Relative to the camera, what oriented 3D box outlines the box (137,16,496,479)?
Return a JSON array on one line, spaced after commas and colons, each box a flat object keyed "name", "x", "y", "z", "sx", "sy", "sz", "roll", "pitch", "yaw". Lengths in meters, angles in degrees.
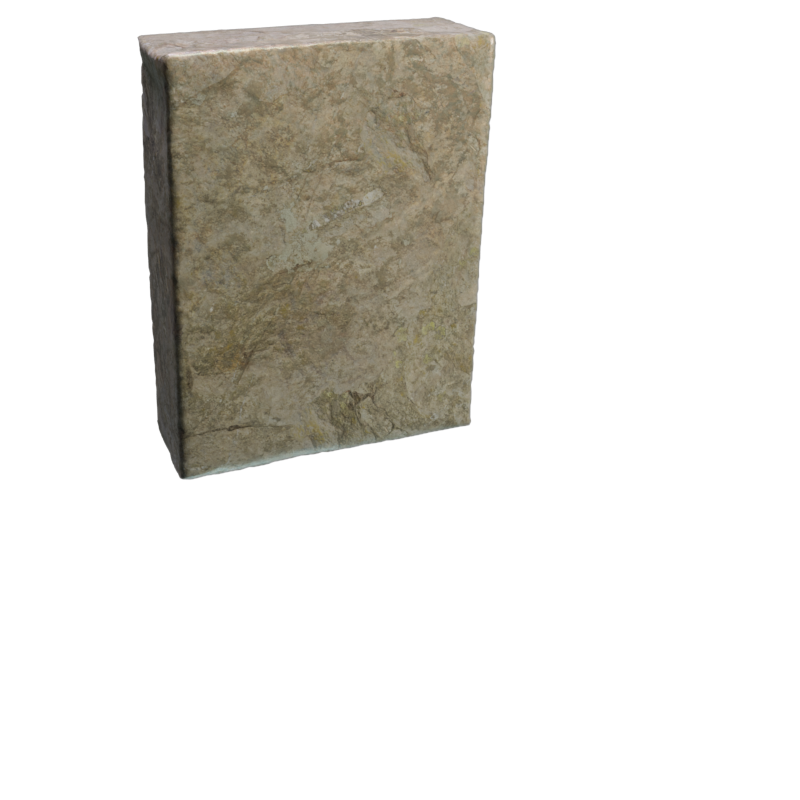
[{"name": "box", "x": -0.044, "y": -0.080, "z": 0.564, "sx": 0.161, "sy": 0.204, "sz": 0.077, "roll": -8, "pitch": 23, "yaw": -21}]
